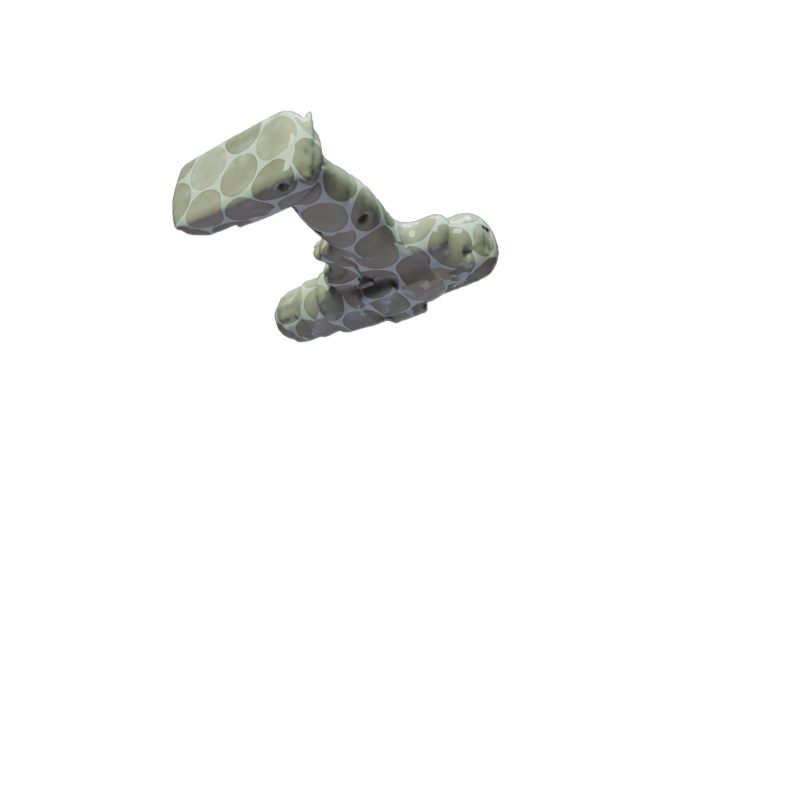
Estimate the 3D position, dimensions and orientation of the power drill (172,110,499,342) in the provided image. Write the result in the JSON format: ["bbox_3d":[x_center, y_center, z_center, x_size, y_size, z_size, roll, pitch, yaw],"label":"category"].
[{"bbox_3d":[-0.057,-0.104,0.729,0.186,0.061,0.175,-21,-34,35],"label":"power drill"}]
